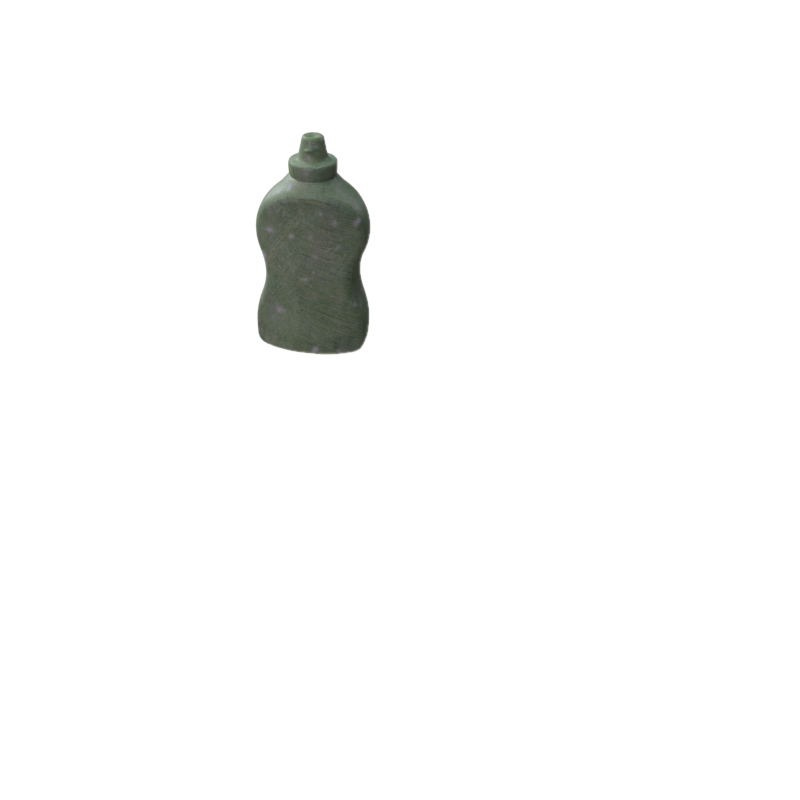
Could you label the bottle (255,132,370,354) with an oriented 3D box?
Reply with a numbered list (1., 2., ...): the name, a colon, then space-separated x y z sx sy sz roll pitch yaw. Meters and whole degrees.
1. bottle: -0.074 -0.134 0.943 0.098 0.181 0.060 7 27 11
